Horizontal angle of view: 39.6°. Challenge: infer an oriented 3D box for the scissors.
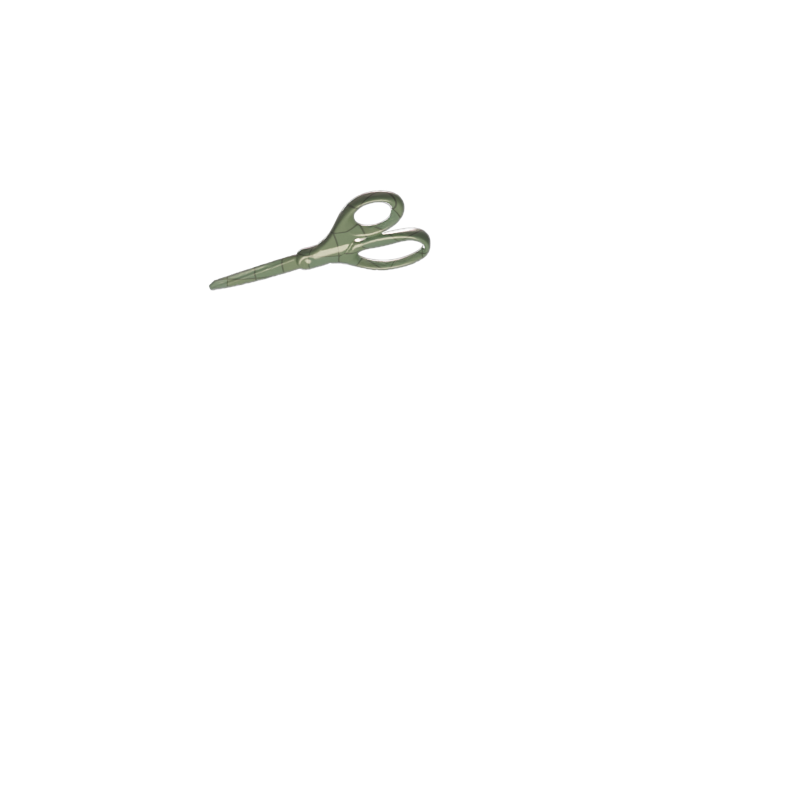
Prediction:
[{"bbox_3d":[-0.075,-0.138,0.963,0.203,0.017,0.089,-4,-42,5],"label":"scissors"}]
